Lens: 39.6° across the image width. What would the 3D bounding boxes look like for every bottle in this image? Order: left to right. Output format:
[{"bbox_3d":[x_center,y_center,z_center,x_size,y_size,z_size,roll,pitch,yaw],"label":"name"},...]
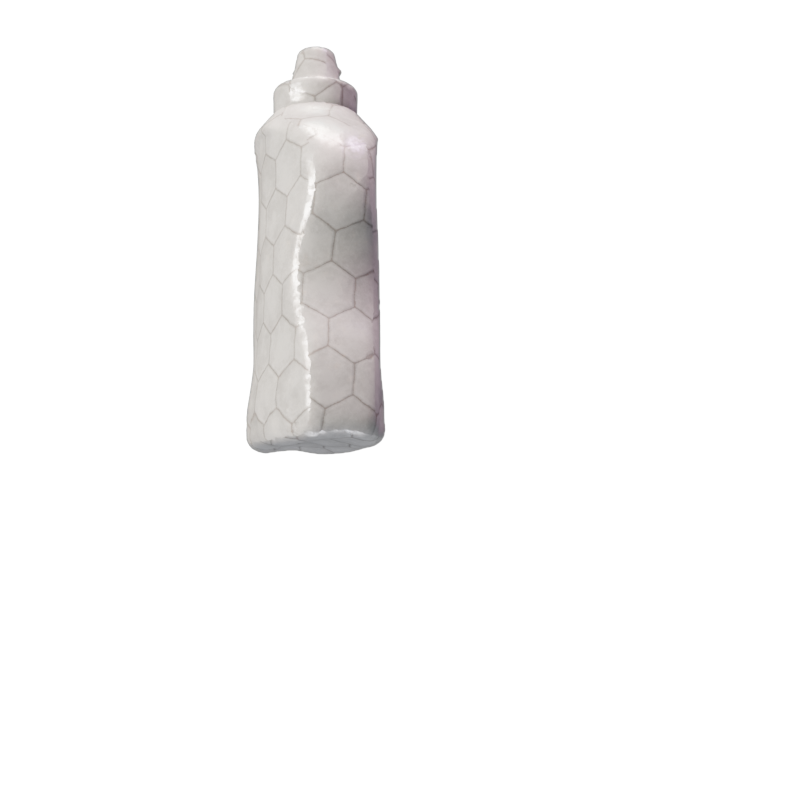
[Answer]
[{"bbox_3d":[-0.040,-0.074,0.519,0.057,0.198,0.095,3,-14,-16],"label":"bottle"}]
